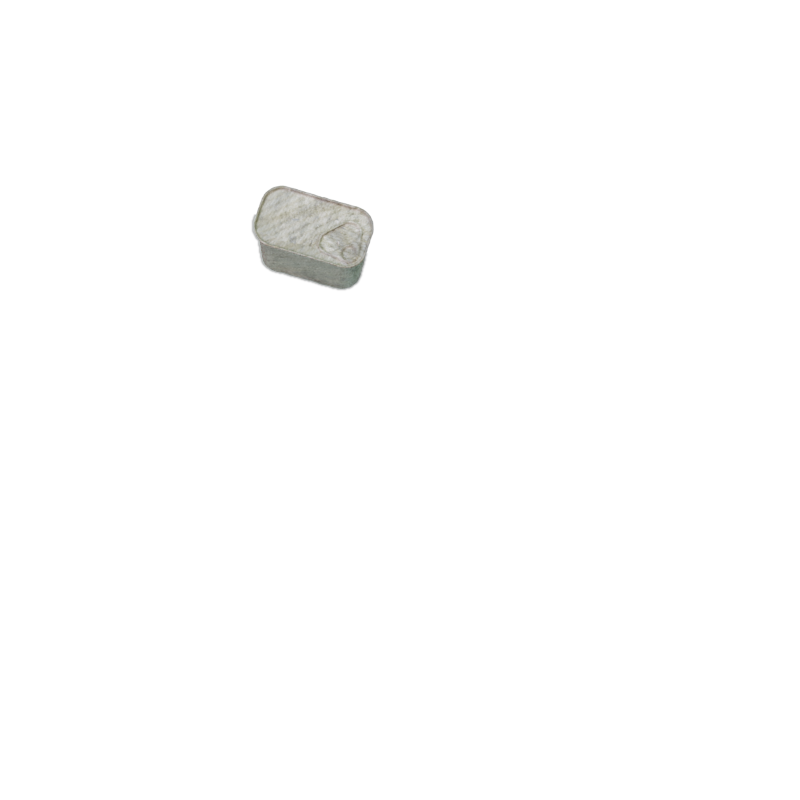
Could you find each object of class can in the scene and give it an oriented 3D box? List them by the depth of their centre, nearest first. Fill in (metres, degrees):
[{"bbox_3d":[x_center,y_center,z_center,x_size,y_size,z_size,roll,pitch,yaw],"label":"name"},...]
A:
[{"bbox_3d":[-0.078,-0.142,0.997,0.103,0.059,0.081,17,-14,3],"label":"can"}]
